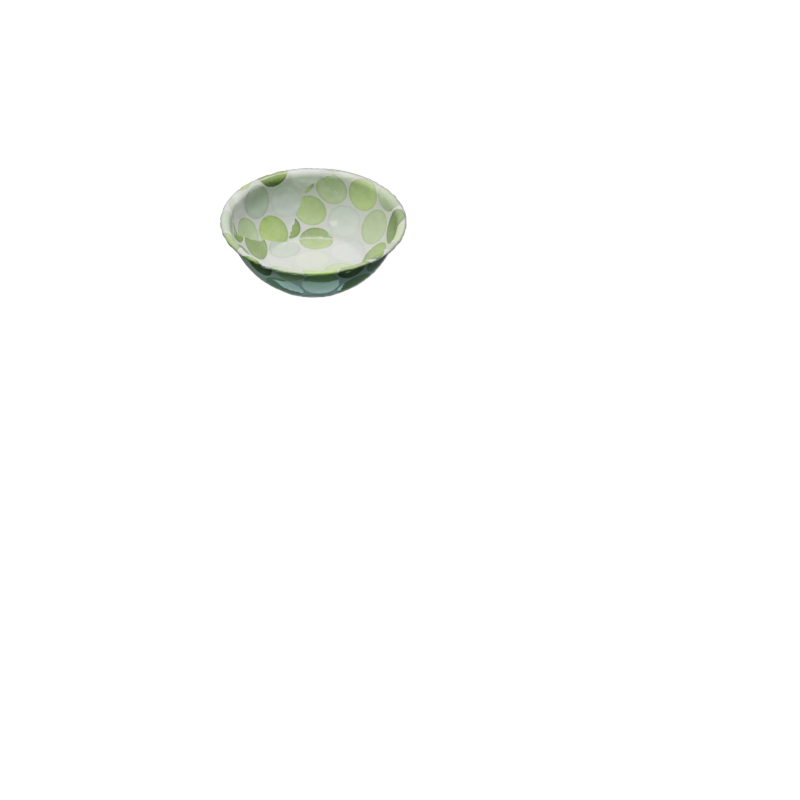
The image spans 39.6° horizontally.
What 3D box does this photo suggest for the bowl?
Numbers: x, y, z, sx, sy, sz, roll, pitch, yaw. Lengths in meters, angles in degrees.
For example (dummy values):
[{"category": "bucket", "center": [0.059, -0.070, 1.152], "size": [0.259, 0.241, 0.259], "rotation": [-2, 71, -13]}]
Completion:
[{"category": "bowl", "center": [-0.076, -0.139, 0.974], "size": [0.162, 0.051, 0.174], "rotation": [-1, 40, -2]}]
